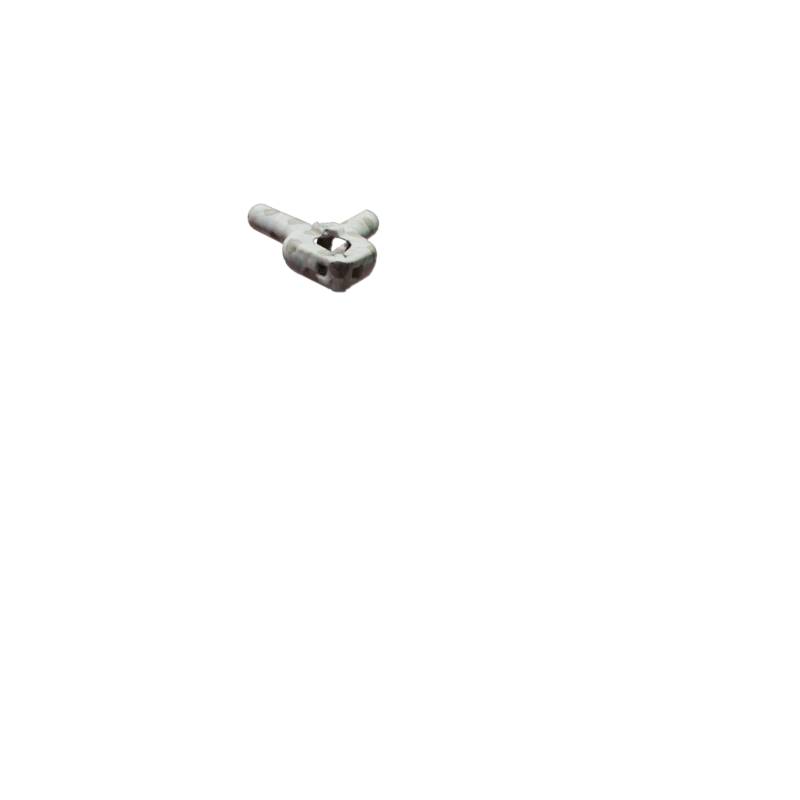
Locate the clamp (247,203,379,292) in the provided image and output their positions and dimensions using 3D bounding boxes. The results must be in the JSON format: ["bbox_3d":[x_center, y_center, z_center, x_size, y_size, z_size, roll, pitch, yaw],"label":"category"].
[{"bbox_3d":[-0.075,-0.136,0.953,0.120,0.038,0.179,-1,22,-2],"label":"clamp"}]
